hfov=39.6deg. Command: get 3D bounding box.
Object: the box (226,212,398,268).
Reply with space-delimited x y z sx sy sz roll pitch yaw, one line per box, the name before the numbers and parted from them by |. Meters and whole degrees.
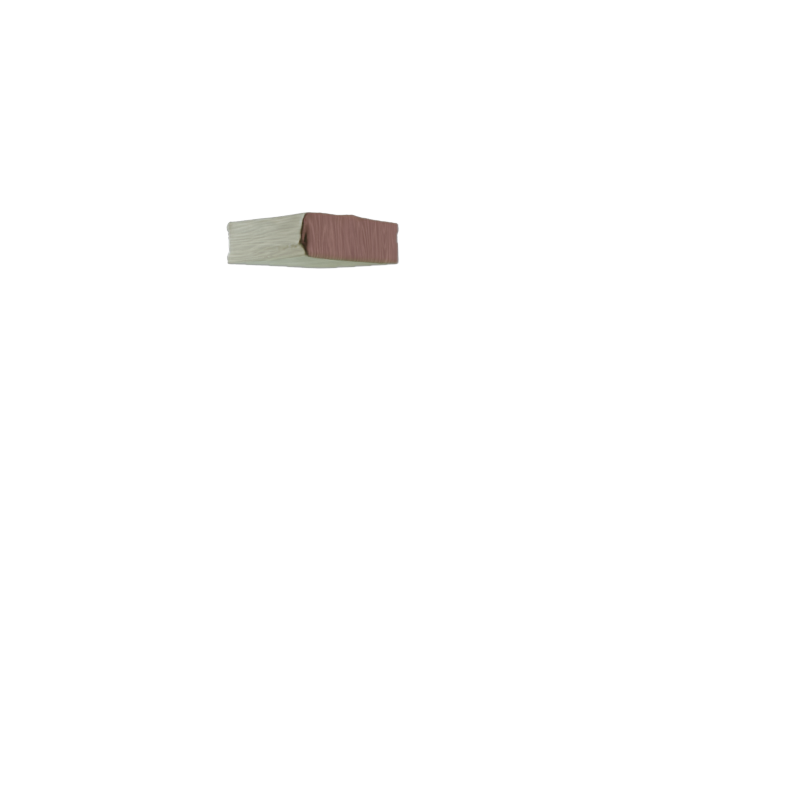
box | -0.056 -0.102 0.718 0.076 0.030 0.086 1 2 43
